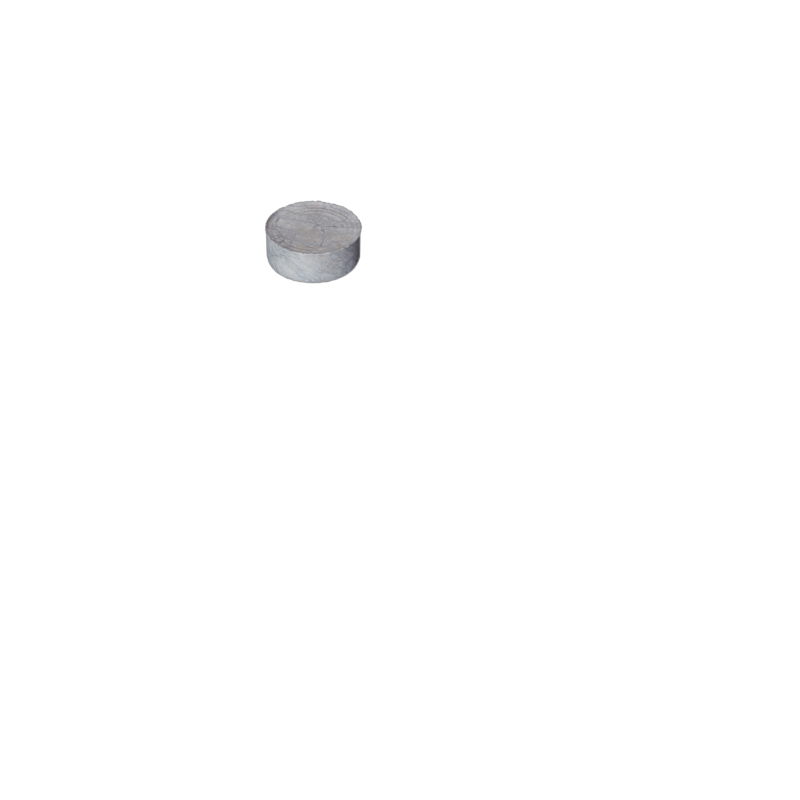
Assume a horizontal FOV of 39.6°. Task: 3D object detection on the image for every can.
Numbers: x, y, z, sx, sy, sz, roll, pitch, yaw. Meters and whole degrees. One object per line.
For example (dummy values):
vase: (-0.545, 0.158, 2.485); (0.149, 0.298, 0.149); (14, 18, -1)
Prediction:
can: (-0.077, -0.141, 0.988); (0.086, 0.031, 0.092); (-1, 39, -2)
